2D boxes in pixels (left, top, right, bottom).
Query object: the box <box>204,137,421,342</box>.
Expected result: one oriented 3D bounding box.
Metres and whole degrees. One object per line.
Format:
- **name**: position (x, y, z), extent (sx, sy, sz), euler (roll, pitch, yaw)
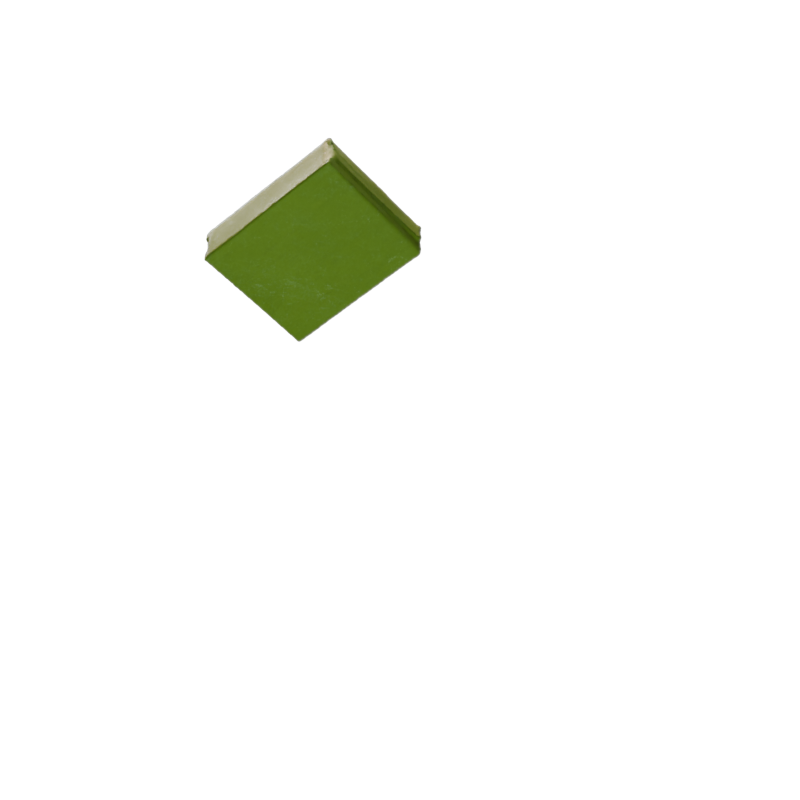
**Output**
- **box**: position (-0.045, -0.082, 0.576), extent (0.088, 0.069, 0.032), euler (-35, 29, 22)
